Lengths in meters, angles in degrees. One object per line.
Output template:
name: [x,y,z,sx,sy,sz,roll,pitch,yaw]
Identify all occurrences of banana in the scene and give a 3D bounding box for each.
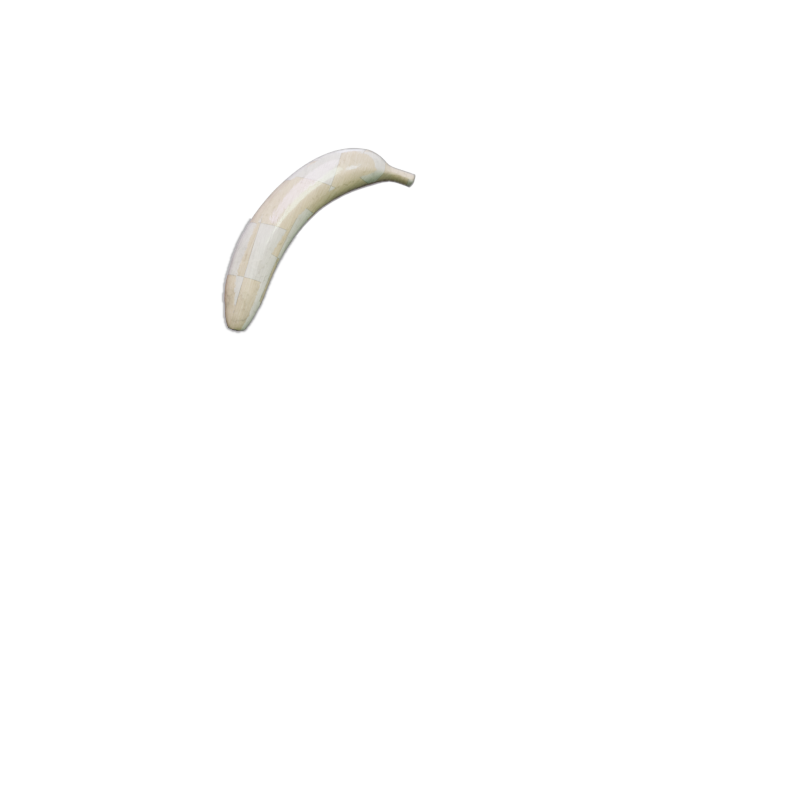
banana: [-0.078,-0.140,0.876,0.199,0.072,0.035,-43,-12,-13]
